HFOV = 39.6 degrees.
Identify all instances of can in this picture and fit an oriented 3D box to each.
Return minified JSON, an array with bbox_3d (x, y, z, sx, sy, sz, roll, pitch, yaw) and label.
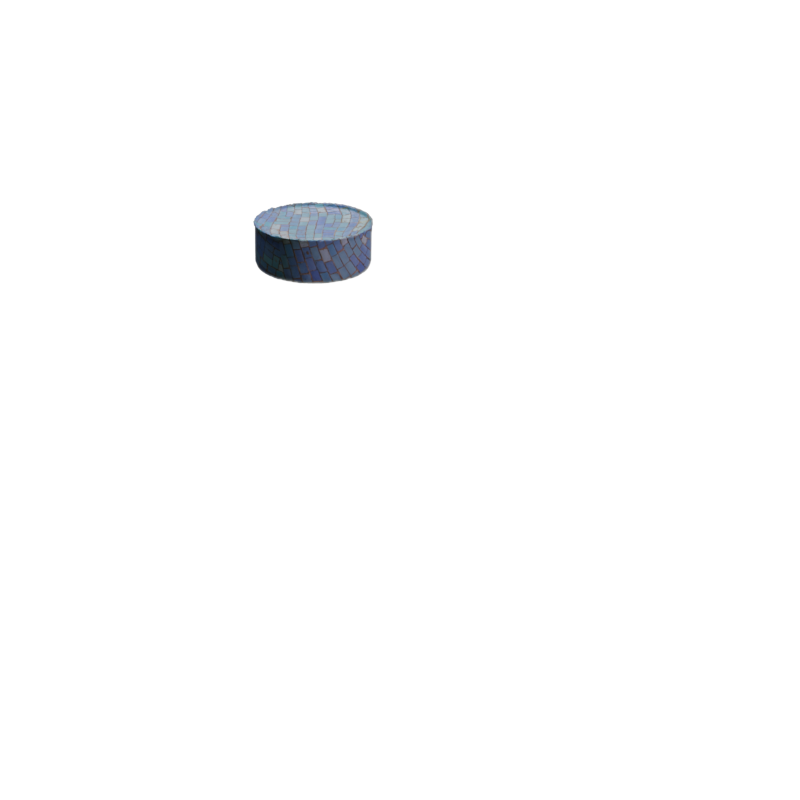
[{"bbox_3d":[-0.063,-0.114,0.801,0.086,0.032,0.090,-1,26,-2],"label":"can"}]
